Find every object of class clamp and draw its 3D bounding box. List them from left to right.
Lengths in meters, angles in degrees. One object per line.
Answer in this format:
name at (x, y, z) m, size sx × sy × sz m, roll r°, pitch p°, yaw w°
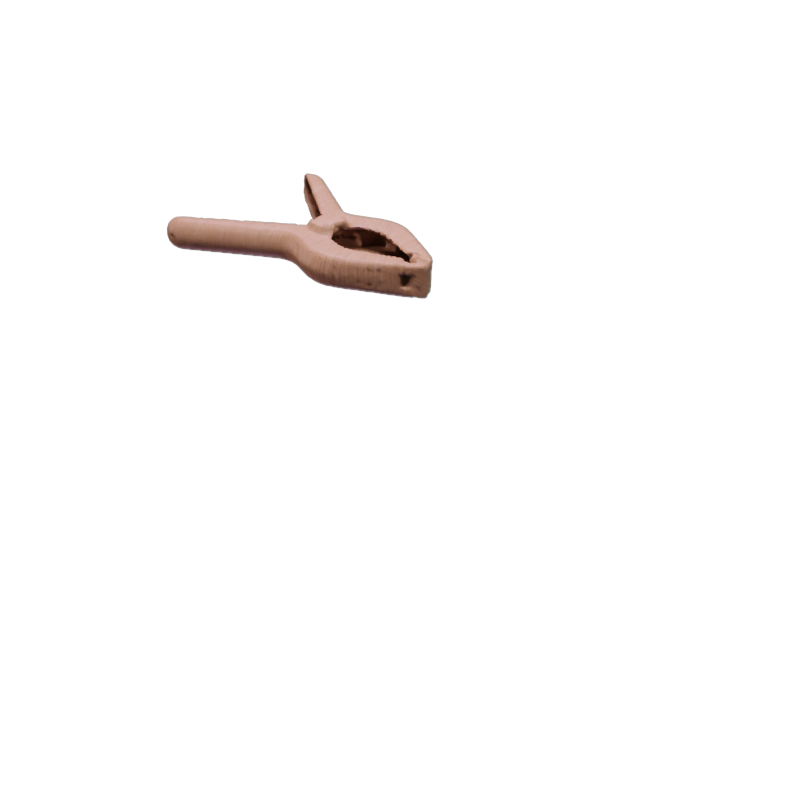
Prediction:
clamp at (-0.067, -0.122, 0.856) m, size 0.163 × 0.034 × 0.225 m, roll -23°, pitch 38°, yaw -34°
